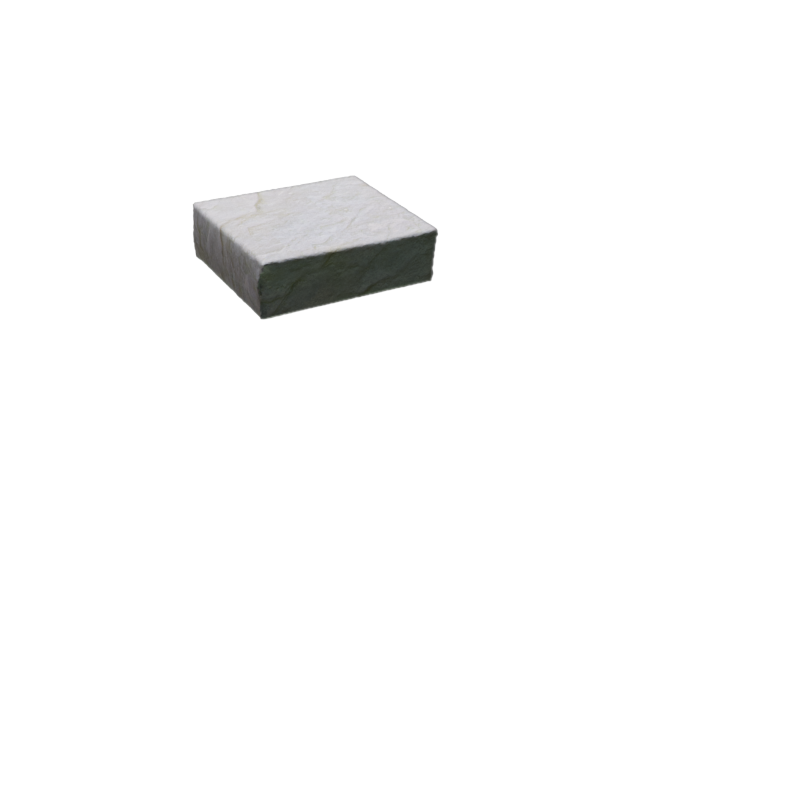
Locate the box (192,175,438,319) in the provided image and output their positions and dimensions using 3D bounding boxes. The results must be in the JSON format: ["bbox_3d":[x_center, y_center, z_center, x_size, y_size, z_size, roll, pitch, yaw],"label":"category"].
[{"bbox_3d":[-0.050,-0.090,0.631,0.112,0.037,0.097,-17,35,-27],"label":"box"}]
